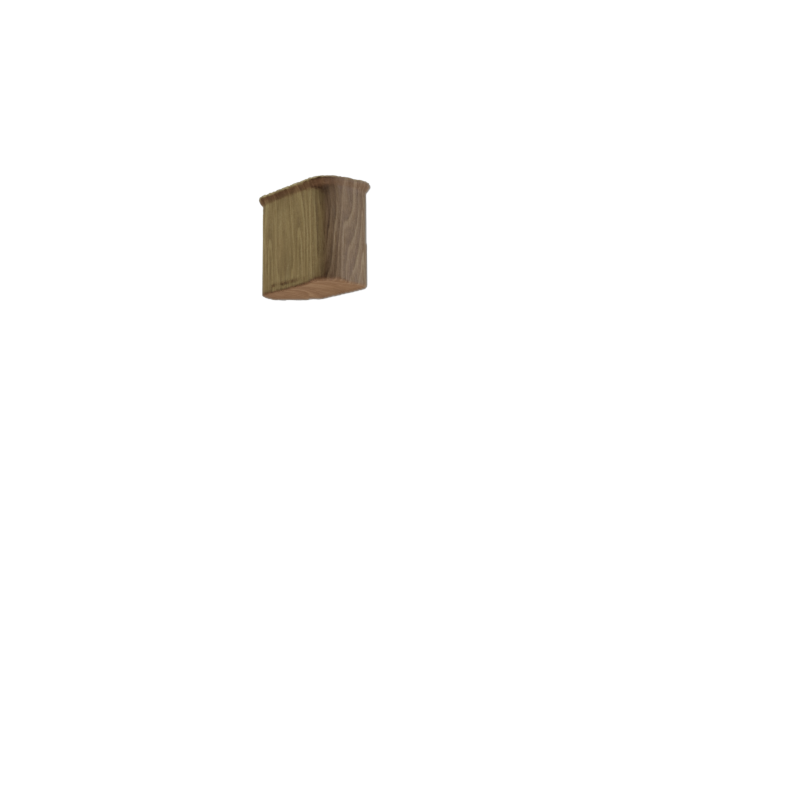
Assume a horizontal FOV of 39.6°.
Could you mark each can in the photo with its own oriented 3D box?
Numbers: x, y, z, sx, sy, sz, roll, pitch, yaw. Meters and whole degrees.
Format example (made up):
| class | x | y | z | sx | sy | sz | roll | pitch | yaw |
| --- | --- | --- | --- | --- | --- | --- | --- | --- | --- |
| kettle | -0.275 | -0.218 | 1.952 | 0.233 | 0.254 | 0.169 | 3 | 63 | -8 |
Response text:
| class | x | y | z | sx | sy | sz | roll | pitch | yaw |
| --- | --- | --- | --- | --- | --- | --- | --- | --- | --- |
| can | -0.070 | -0.128 | 0.894 | 0.055 | 0.086 | 0.104 | 8 | -12 | -38 |
